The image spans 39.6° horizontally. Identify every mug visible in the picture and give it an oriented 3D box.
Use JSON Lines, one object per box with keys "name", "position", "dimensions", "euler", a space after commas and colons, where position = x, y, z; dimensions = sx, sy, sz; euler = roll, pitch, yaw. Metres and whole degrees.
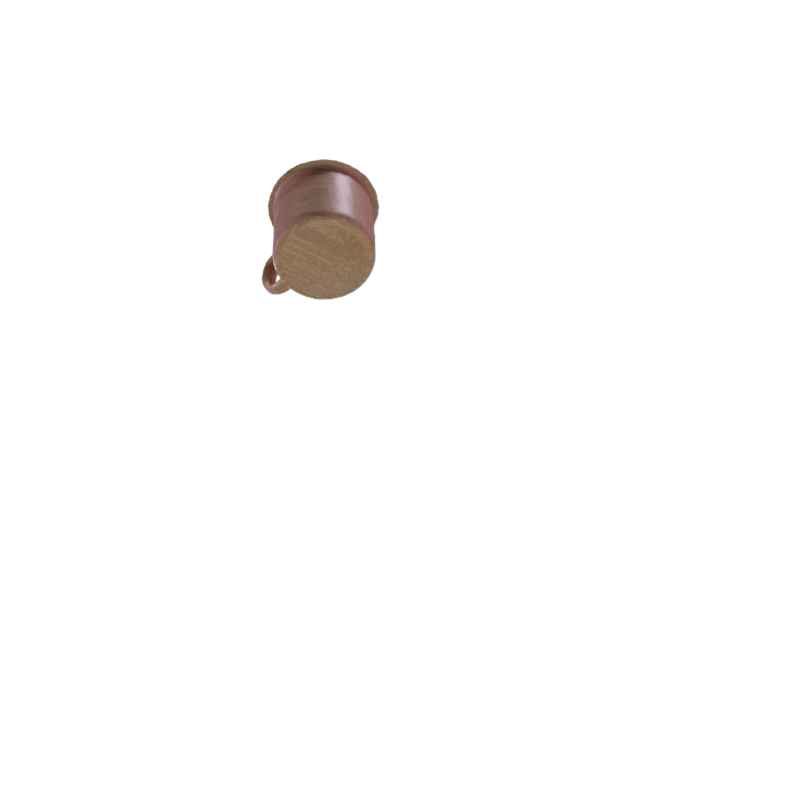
{"name": "mug", "position": [-0.071, -0.129, 0.902], "dimensions": [0.116, 0.087, 0.088], "euler": [-37, -61, 23]}
